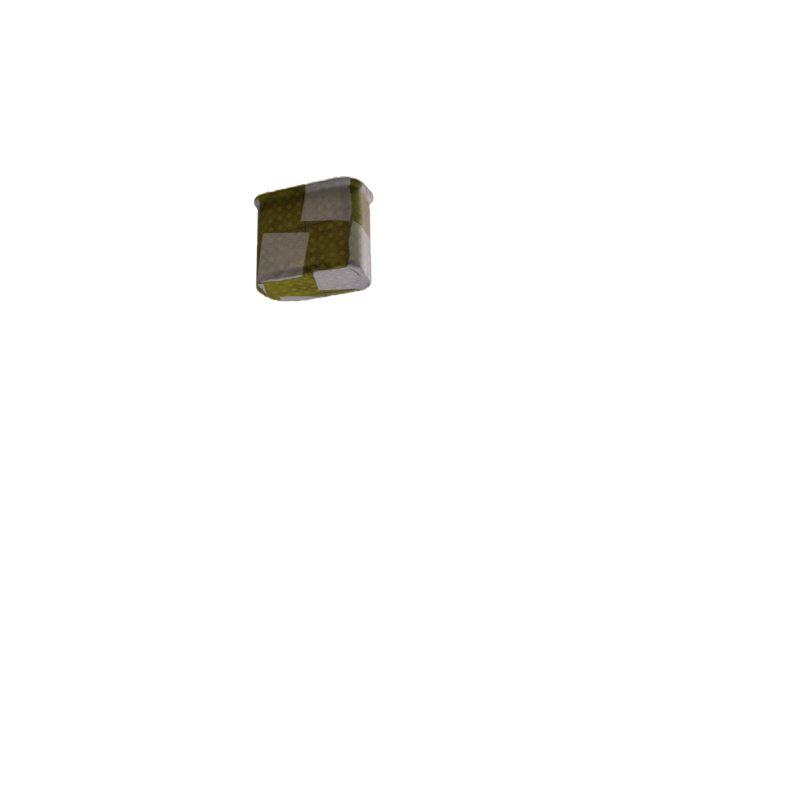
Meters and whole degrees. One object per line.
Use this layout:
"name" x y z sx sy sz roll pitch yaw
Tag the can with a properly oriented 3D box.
"can" -0.074 -0.135 0.944 0.104 0.088 0.053 -9 -24 20
